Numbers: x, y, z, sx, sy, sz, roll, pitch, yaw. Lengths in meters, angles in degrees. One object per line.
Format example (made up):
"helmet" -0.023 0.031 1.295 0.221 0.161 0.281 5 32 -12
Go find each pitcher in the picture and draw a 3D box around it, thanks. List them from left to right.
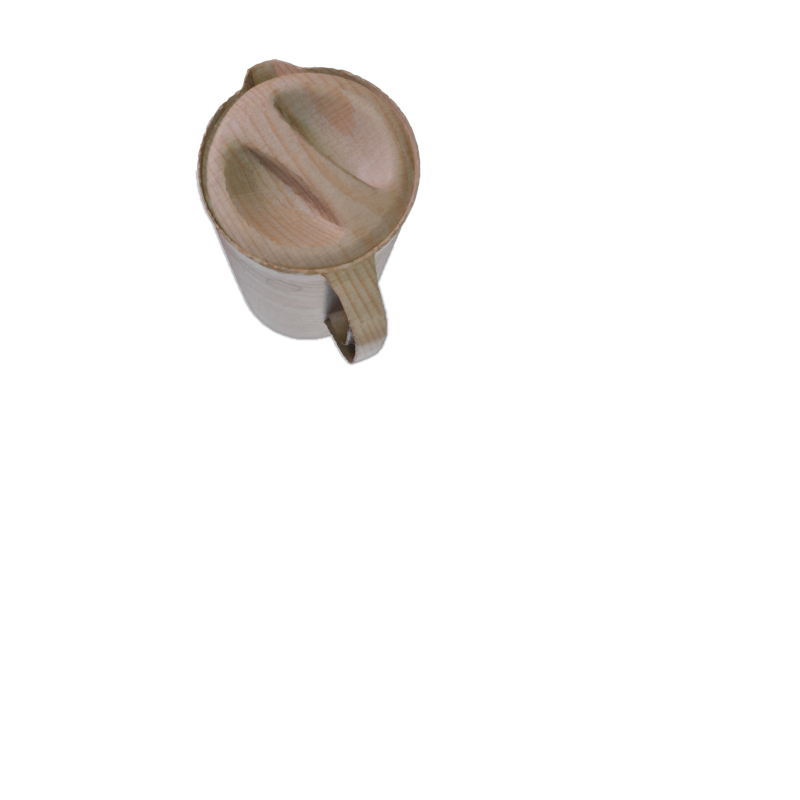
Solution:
"pitcher" -0.060 -0.109 0.763 0.146 0.153 0.235 22 -13 2
